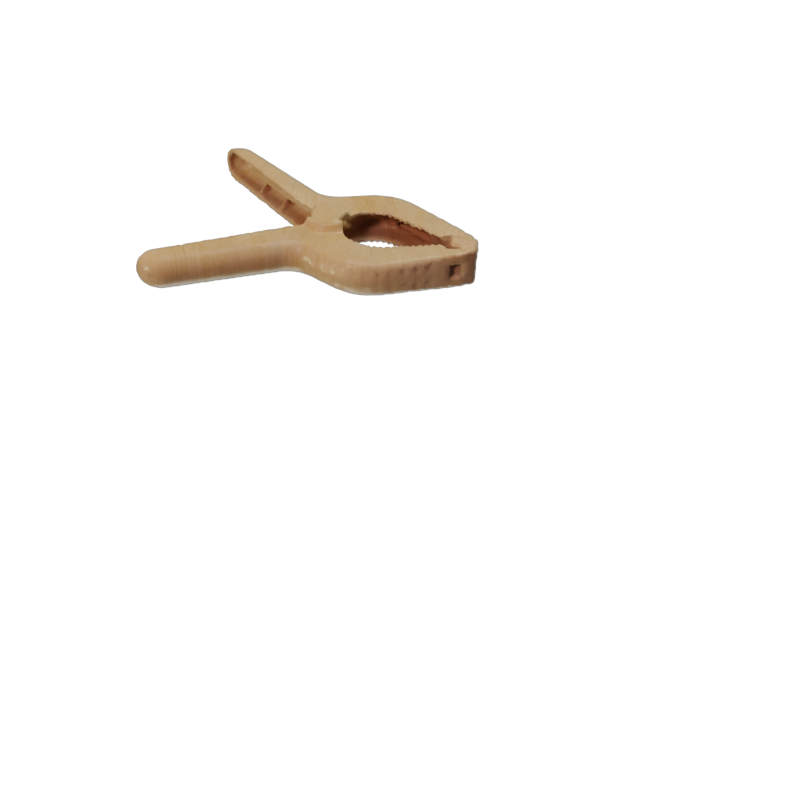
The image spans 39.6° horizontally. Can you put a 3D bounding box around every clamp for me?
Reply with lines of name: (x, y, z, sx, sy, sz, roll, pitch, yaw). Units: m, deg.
clamp: (-0.057, -0.104, 0.727, 0.218, 0.034, 0.170, 16, 41, 18)
